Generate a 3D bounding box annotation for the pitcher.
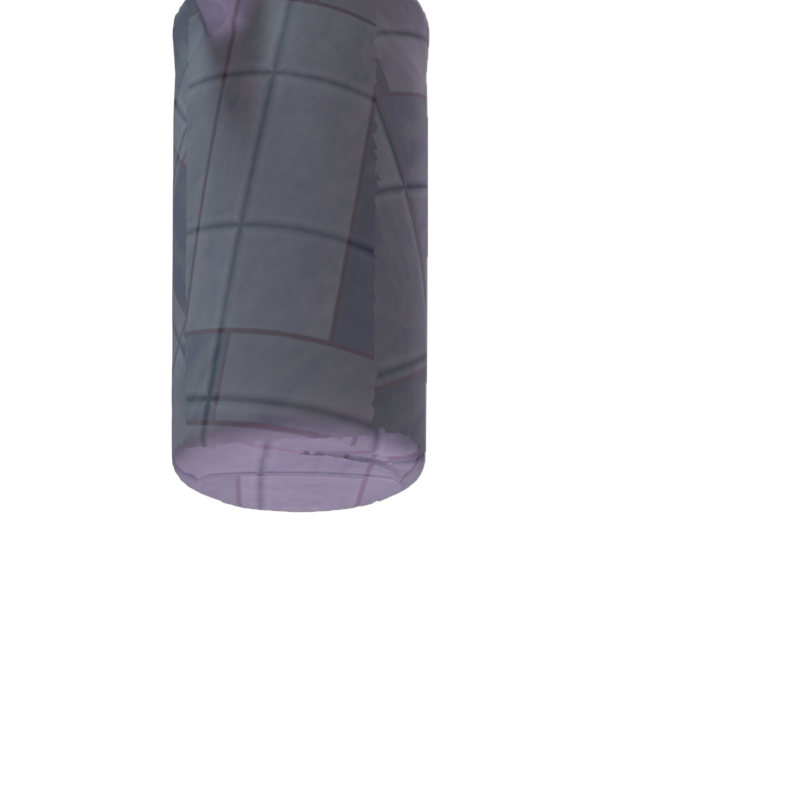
[{"bbox_3d":[-0.042,-0.076,0.531,0.146,0.257,0.140,6,-26,-15],"label":"pitcher"}]
